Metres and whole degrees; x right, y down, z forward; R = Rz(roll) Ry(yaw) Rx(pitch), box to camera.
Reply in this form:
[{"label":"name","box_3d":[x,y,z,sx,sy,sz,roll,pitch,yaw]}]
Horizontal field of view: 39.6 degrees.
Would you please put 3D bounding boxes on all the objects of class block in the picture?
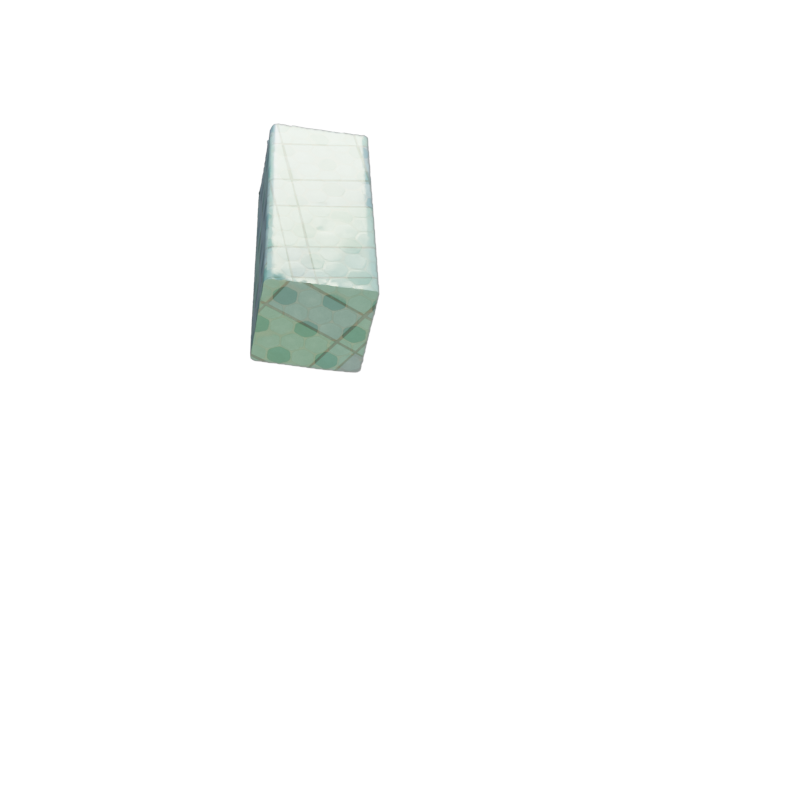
[{"label":"block","box_3d":[-0.073,-0.132,0.923,0.089,0.085,0.221,6,43,-9]}]
